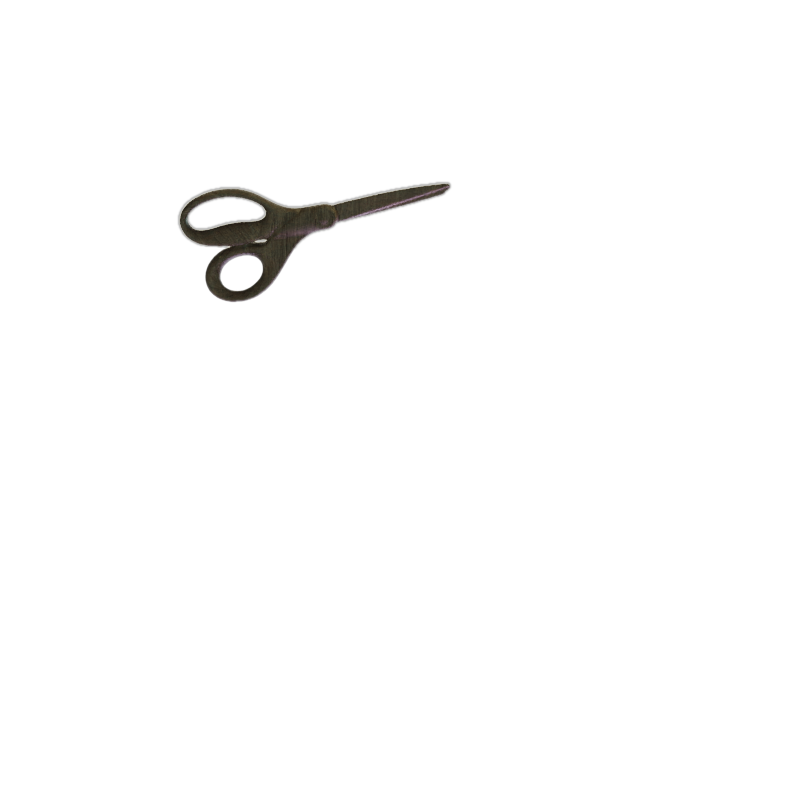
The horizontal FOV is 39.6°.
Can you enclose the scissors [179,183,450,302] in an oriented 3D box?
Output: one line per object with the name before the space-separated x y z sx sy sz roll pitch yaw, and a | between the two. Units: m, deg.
scissors | -0.065 -0.119 0.835 0.201 0.092 0.016 2 17 -1
